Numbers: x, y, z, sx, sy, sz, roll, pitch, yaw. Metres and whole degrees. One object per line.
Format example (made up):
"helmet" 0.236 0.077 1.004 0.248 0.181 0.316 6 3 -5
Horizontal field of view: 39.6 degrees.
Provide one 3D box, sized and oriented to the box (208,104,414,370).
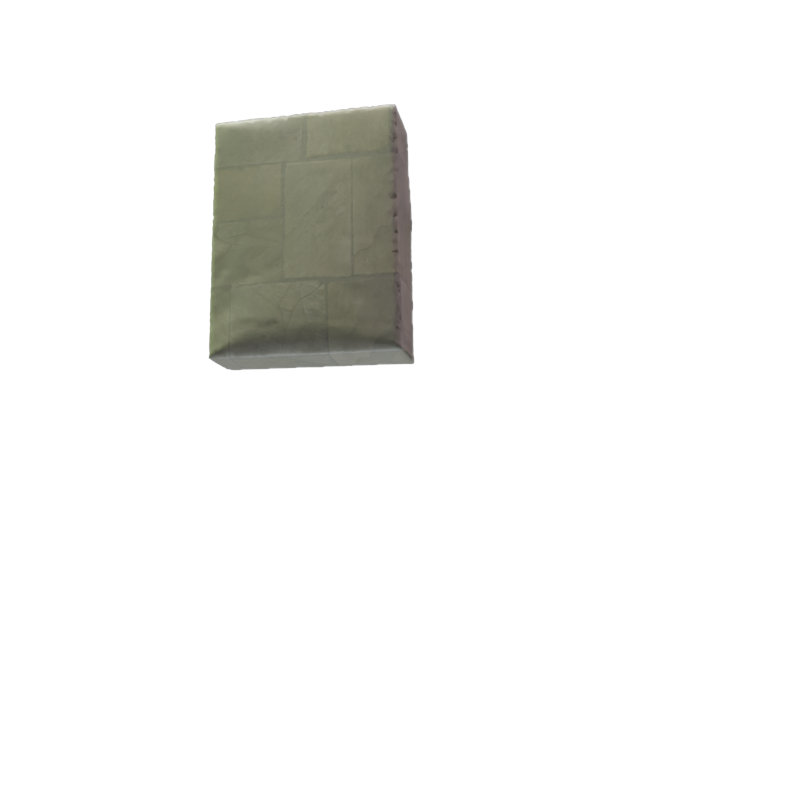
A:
"box" -0.074 -0.136 0.951 0.166 0.223 0.068 -4 -17 12
